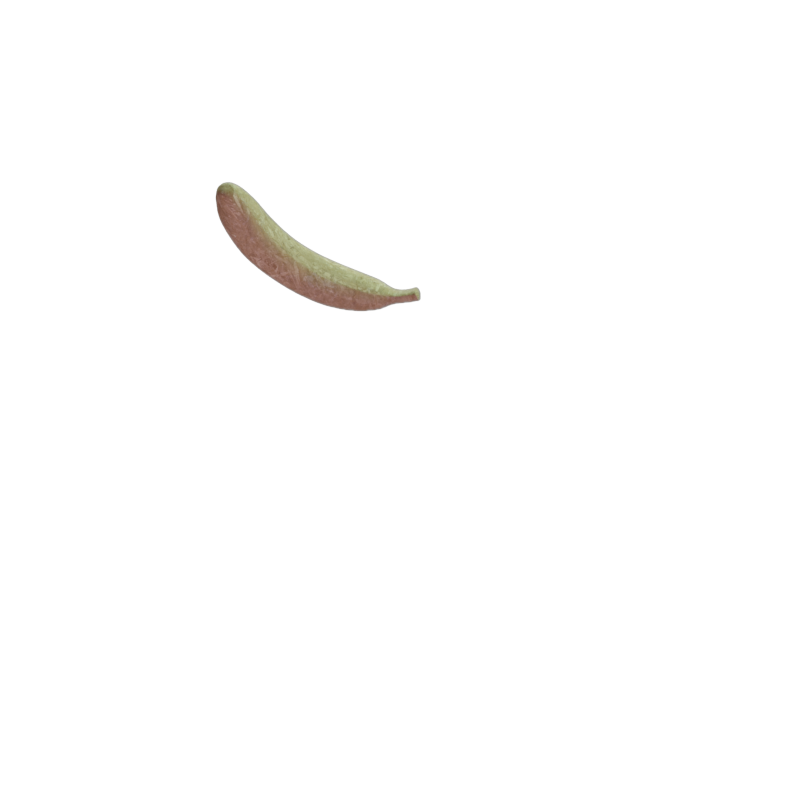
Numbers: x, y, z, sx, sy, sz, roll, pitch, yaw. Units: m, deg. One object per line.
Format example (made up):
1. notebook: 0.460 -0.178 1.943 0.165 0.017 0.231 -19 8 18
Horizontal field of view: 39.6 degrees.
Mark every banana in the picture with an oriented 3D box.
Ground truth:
1. banana: -0.078 -0.116 0.890 0.187 0.039 0.068 25 -45 -29
